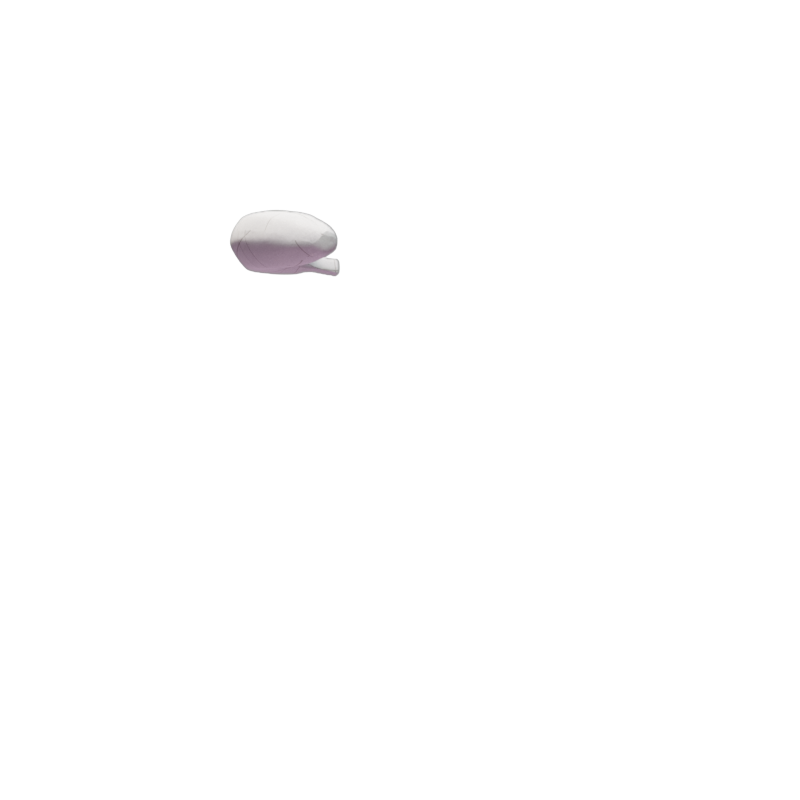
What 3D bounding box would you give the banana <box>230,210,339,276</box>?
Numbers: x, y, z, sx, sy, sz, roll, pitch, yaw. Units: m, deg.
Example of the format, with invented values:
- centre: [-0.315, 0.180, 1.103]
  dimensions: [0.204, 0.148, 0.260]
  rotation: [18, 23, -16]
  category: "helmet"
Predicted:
- centre: [-0.072, -0.098, 0.692]
  dimensions: [0.069, 0.037, 0.198]
  rotation: [0, 4, -2]
  category: "banana"
